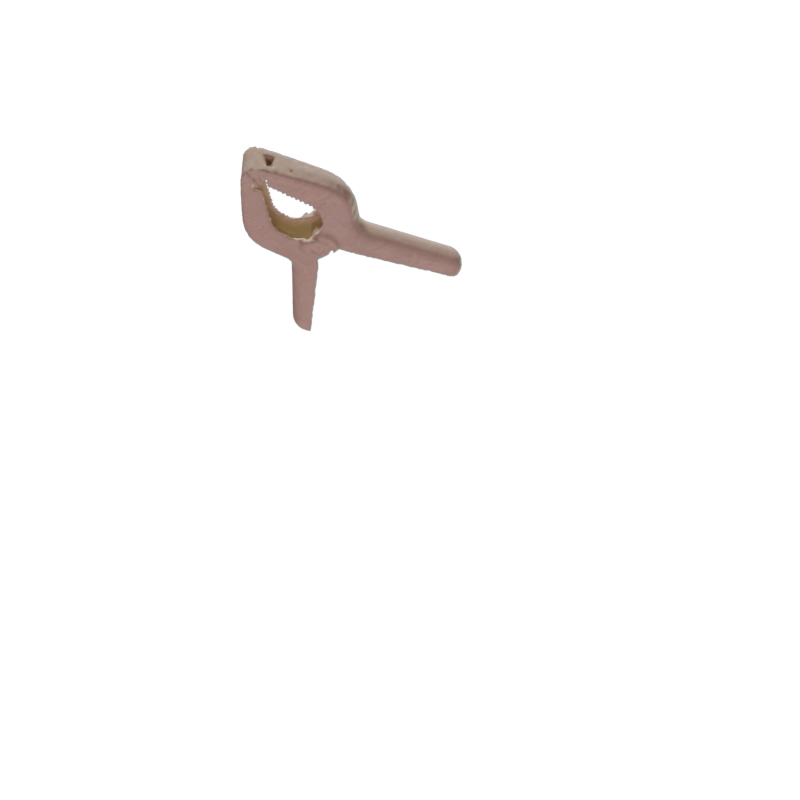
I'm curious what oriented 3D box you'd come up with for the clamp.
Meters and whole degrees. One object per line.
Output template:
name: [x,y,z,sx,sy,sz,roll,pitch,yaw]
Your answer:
clamp: [-0.072,-0.131,0.919,0.165,0.039,0.195,-26,-43,30]
